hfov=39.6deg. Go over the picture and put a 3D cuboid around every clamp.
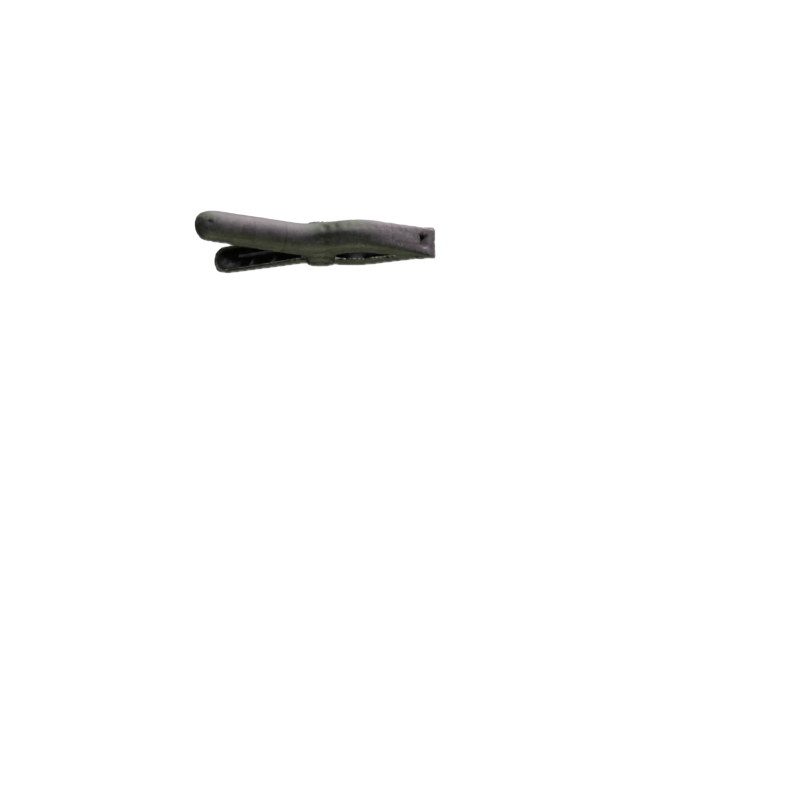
[{"bbox_3d":[-0.076,-0.138,0.966,0.212,0.037,0.160,0,-4,6],"label":"clamp"}]
